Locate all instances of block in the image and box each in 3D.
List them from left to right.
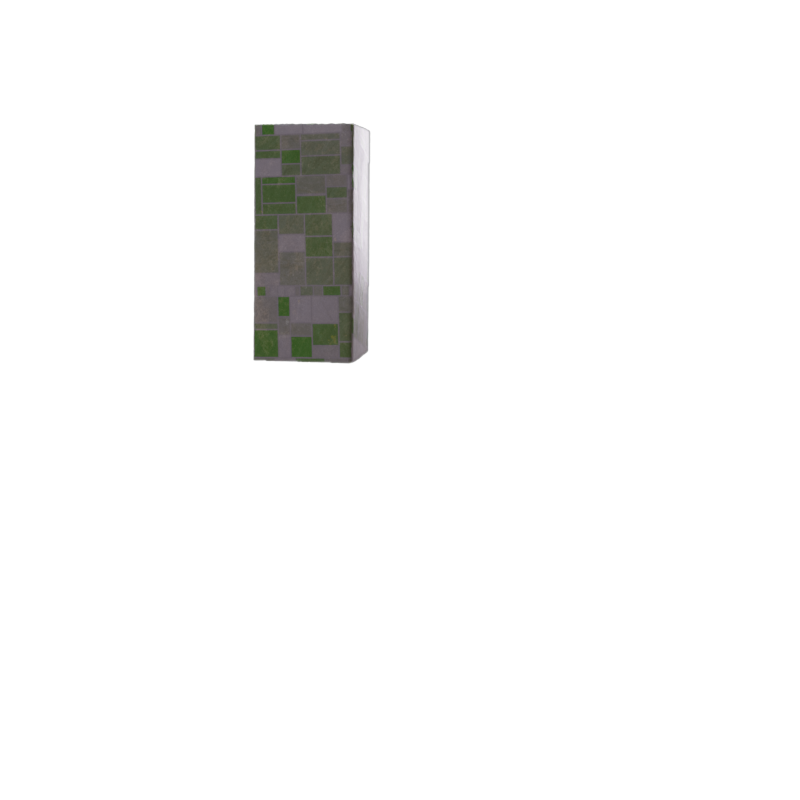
[{"bbox_3d":[-0.078,-0.142,0.998,0.092,0.205,0.089,1,3,11],"label":"block"}]
